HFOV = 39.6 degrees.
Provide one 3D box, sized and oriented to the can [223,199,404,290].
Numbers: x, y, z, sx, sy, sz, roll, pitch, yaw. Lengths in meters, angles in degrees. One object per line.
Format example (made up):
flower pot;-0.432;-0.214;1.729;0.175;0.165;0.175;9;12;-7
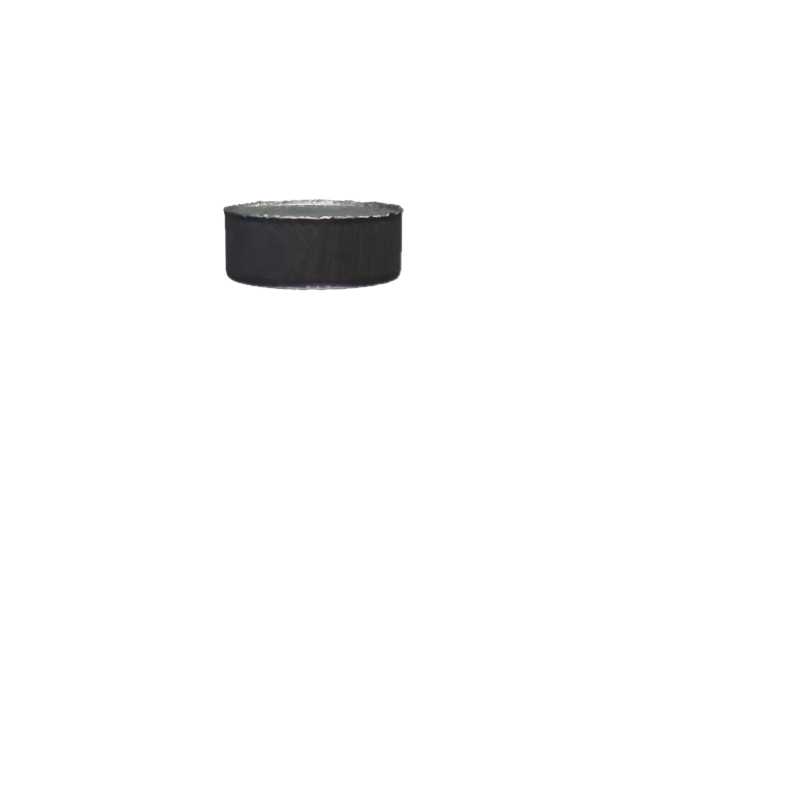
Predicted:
can;-0.041;-0.075;0.529;0.086;0.033;0.088;0;14;-2
